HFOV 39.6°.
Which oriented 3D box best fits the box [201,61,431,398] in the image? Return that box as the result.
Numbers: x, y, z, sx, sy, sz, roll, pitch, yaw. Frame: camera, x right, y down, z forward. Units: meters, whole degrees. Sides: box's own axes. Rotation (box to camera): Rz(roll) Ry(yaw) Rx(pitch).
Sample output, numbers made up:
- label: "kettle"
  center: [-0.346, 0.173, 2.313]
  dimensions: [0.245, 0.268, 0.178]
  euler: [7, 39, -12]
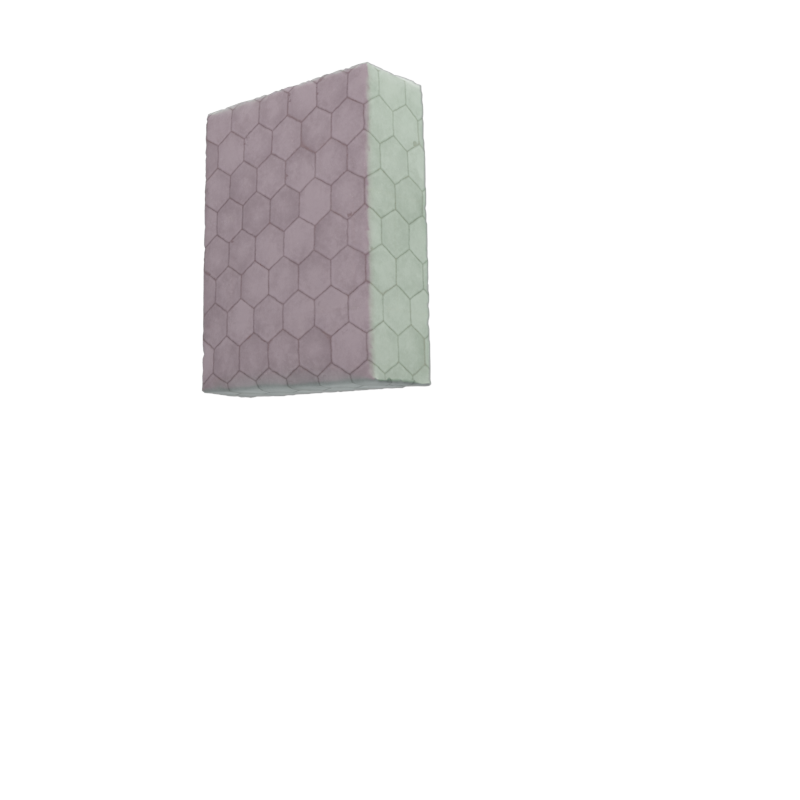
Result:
- label: "box"
  center: [-0.062, -0.113, 0.790]
  dimensions: [0.169, 0.220, 0.068]
  euler: [-8, -13, 40]
